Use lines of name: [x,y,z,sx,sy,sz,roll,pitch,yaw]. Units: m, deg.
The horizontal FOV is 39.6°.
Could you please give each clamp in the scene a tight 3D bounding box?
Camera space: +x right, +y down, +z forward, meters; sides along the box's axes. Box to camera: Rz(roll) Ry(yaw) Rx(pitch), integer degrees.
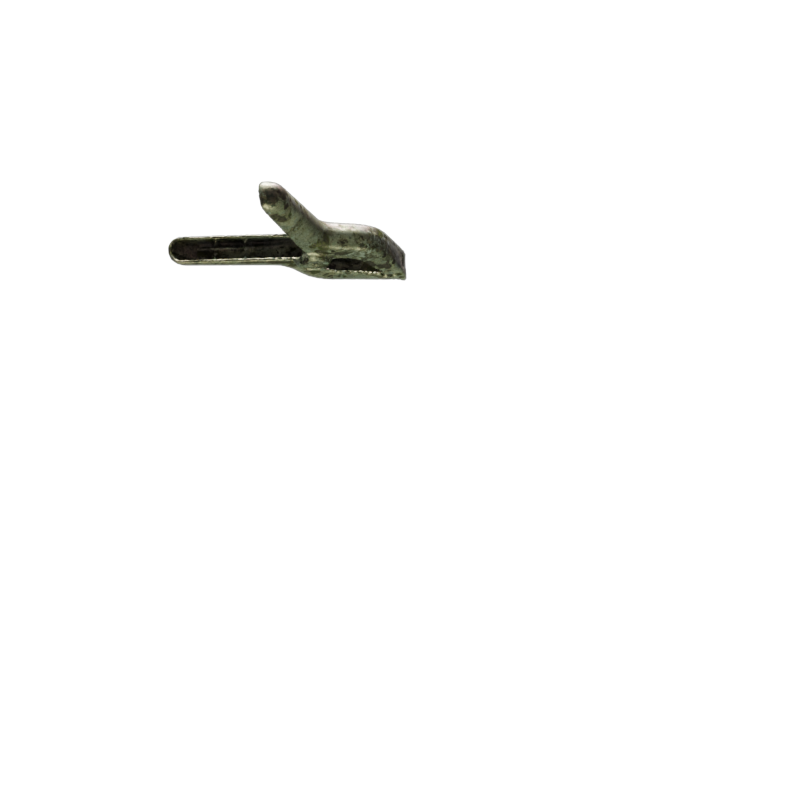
clamp: [-0.075,-0.137,0.957,0.202,0.038,0.165,7,-14,-28]
